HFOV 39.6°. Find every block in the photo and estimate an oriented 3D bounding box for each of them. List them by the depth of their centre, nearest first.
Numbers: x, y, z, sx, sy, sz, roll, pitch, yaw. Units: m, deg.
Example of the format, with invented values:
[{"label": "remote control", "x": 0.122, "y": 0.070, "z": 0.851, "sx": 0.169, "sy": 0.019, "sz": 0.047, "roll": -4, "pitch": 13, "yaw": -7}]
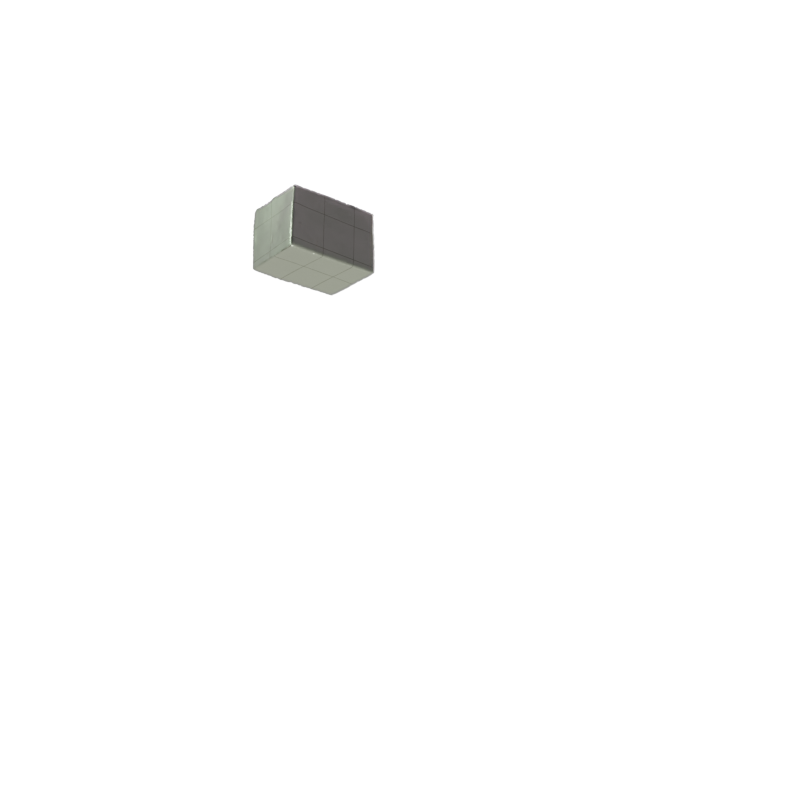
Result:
[{"label": "block", "x": -0.065, "y": -0.118, "z": 0.829, "sx": 0.074, "sy": 0.054, "sz": 0.053, "roll": 17, "pitch": -29, "yaw": -36}]
